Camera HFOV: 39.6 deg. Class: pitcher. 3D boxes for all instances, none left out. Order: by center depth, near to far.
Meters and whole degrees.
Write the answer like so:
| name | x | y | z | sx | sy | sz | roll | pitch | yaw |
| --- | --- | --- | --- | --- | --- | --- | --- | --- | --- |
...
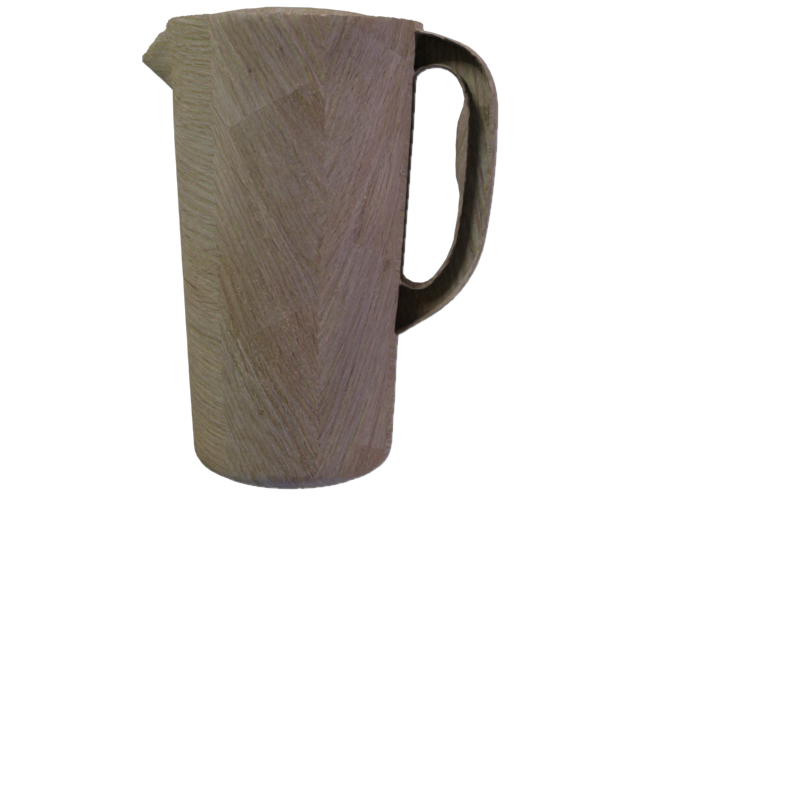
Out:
| name | x | y | z | sx | sy | sz | roll | pitch | yaw |
| --- | --- | --- | --- | --- | --- | --- | --- | --- | --- |
| pitcher | -0.046 | -0.084 | 0.586 | 0.141 | 0.238 | 0.157 | -6 | 12 | -34 |
